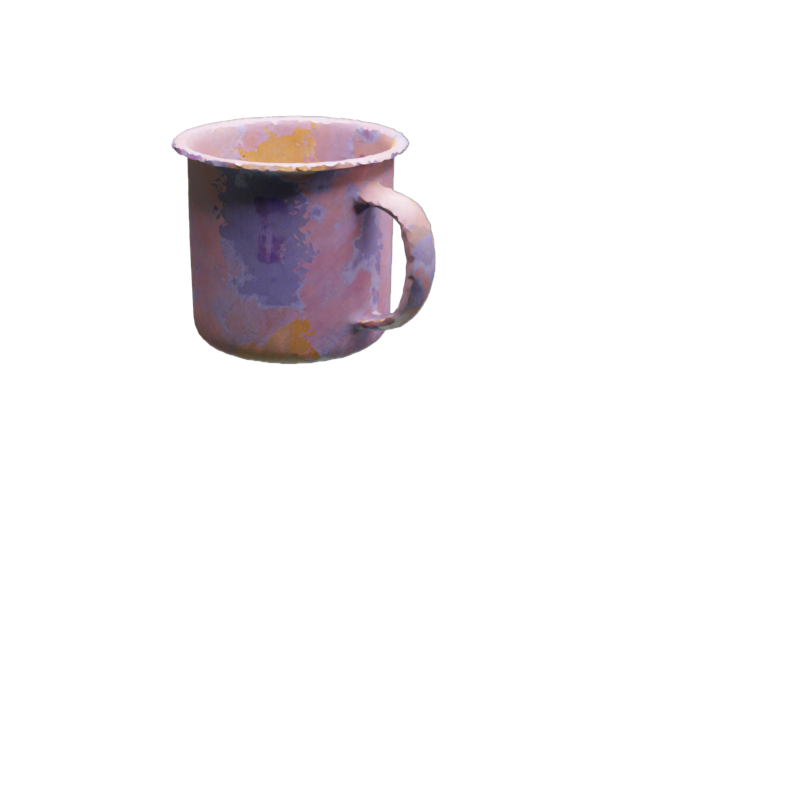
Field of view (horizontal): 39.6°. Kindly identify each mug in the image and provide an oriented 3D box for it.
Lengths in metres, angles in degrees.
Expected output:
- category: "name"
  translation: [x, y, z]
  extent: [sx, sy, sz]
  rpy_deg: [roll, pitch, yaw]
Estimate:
- category: "mug"
  translation: [-0.035, -0.063, 0.441]
  extent: [0.124, 0.078, 0.092]
  rpy_deg: [18, 28, 36]
